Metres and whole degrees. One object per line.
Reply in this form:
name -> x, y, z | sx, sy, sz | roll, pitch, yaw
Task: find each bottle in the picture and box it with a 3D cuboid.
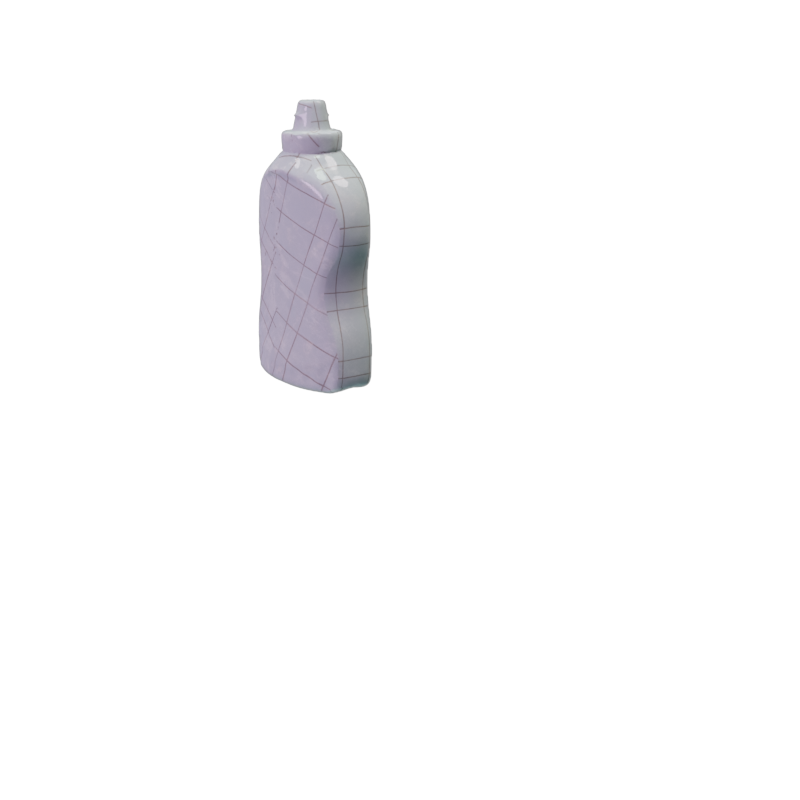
bottle -> -0.059, -0.108, 0.755 | 0.057, 0.187, 0.101 | -7, 14, -35
